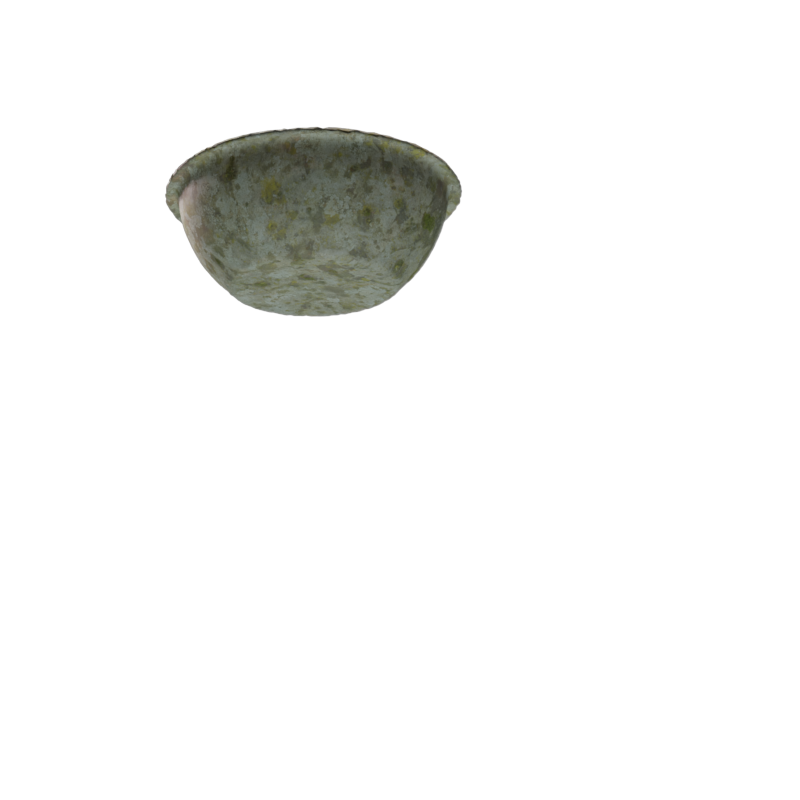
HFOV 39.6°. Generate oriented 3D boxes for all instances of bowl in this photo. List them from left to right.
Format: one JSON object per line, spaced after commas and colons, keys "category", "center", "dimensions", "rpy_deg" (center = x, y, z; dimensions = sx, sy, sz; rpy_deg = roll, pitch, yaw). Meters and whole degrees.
{"category": "bowl", "center": [-0.047, -0.085, 0.599], "dimensions": [0.162, 0.058, 0.155], "rpy_deg": [0, -17, -2]}
